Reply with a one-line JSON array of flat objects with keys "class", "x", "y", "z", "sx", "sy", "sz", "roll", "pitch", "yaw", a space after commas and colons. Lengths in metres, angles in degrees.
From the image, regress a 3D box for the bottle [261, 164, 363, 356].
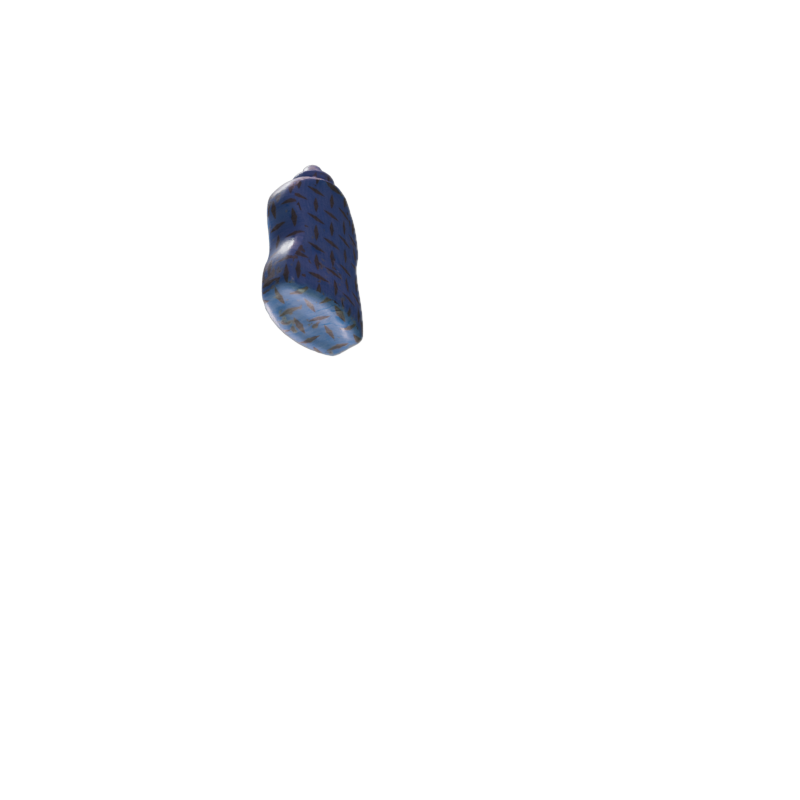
[{"class": "bottle", "x": -0.075, "y": -0.136, "z": 0.953, "sx": 0.058, "sy": 0.206, "sz": 0.090, "roll": -32, "pitch": -50, "yaw": 27}]
